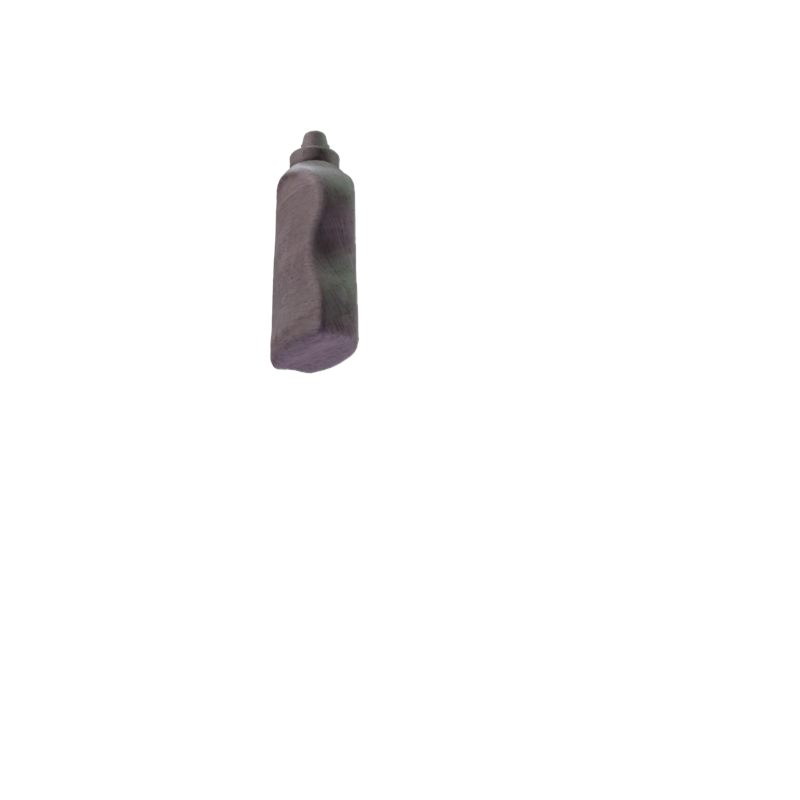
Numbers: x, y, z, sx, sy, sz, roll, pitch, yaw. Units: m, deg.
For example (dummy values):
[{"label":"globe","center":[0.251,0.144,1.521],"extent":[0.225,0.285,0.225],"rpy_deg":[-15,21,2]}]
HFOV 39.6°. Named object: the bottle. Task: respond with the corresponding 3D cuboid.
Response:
[{"label":"bottle","center":[-0.068,-0.124,0.871],"extent":[0.056,0.202,0.094],"rpy_deg":[8,-24,-23]}]
